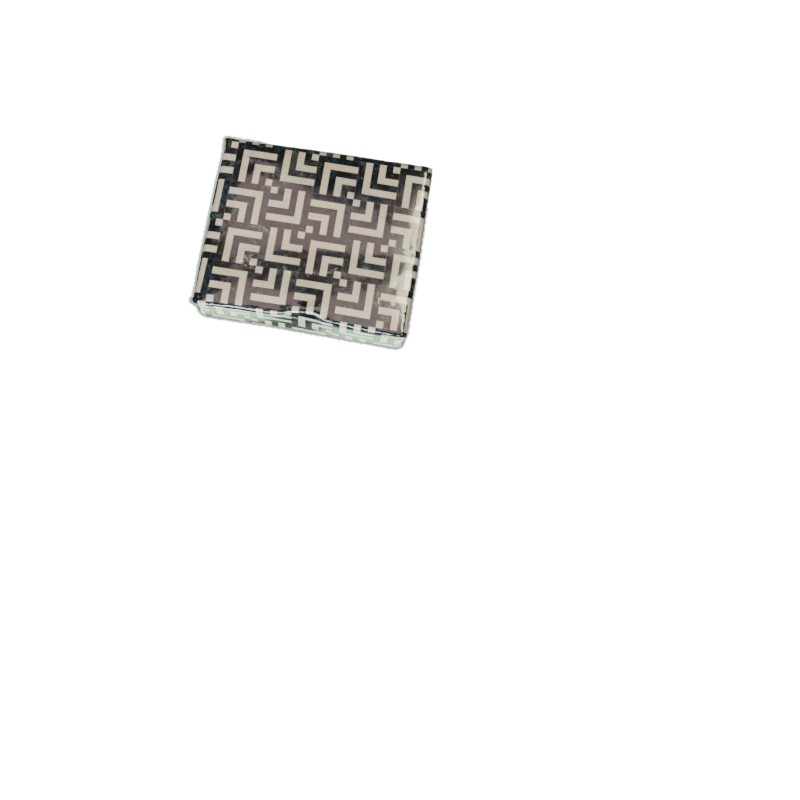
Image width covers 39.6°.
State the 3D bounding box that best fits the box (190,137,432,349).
[{"bbox_3d":[-0.036,-0.066,0.461,0.090,0.075,0.029,9,-14,2],"label":"box"}]
